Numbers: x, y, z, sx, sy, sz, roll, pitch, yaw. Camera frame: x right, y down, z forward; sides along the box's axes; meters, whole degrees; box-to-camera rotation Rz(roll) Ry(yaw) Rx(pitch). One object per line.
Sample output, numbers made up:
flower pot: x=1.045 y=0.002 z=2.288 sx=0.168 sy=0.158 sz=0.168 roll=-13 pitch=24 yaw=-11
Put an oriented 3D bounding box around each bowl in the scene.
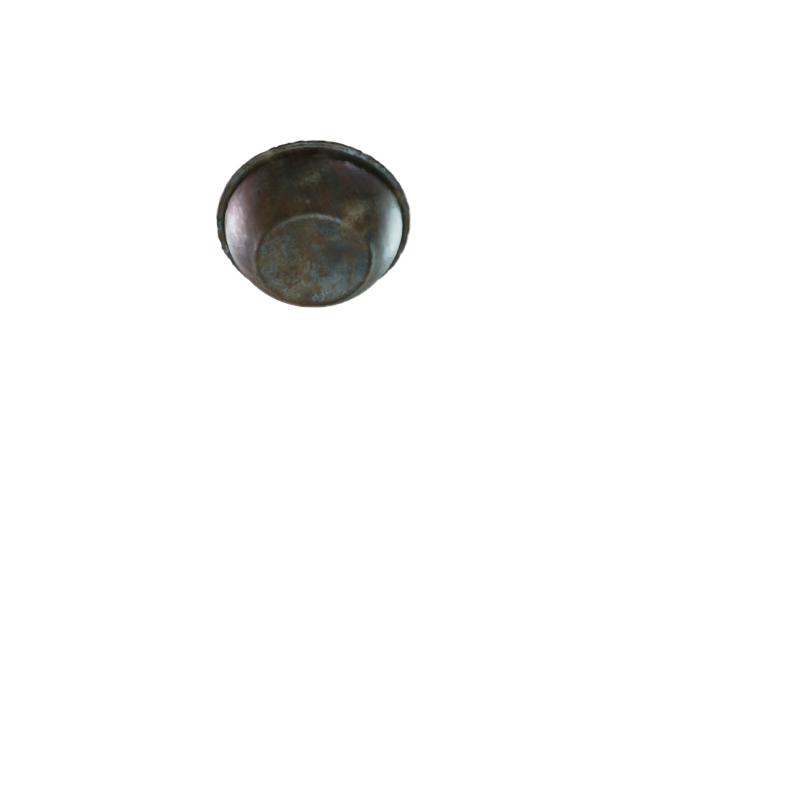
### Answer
bowl: x=-0.070 y=-0.128 z=0.899 sx=0.162 sy=0.151 sz=0.059 roll=1 pitch=39 yaw=-1
